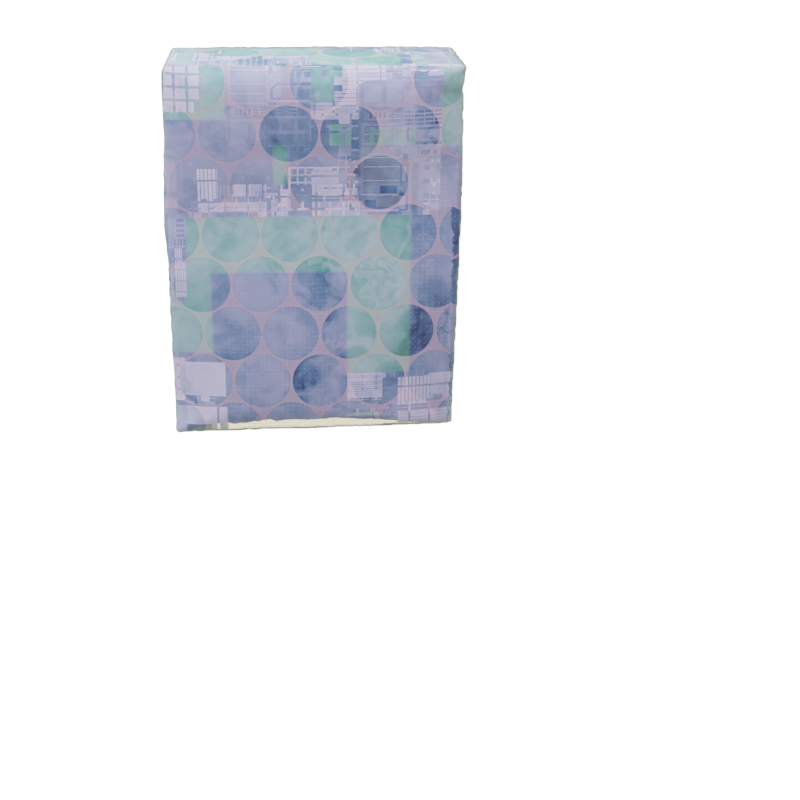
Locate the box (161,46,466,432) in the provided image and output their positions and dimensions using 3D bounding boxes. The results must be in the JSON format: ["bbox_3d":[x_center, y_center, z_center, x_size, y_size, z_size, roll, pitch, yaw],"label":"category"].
[{"bbox_3d":[-0.050,-0.091,0.635,0.163,0.204,0.075,0,20,-3],"label":"box"}]
